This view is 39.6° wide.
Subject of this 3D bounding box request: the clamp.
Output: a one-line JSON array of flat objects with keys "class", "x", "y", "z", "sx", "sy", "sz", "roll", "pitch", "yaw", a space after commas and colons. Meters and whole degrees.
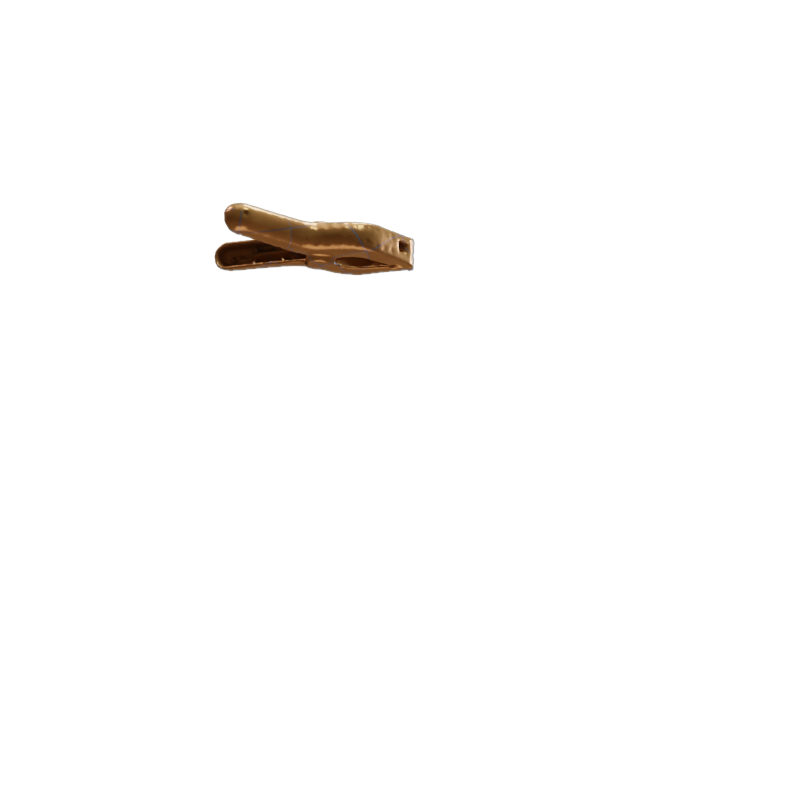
[{"class": "clamp", "x": -0.072, "y": -0.131, "z": 0.914, "sx": 0.171, "sy": 0.040, "sz": 0.117, "roll": 0, "pitch": -6, "yaw": -1}]
